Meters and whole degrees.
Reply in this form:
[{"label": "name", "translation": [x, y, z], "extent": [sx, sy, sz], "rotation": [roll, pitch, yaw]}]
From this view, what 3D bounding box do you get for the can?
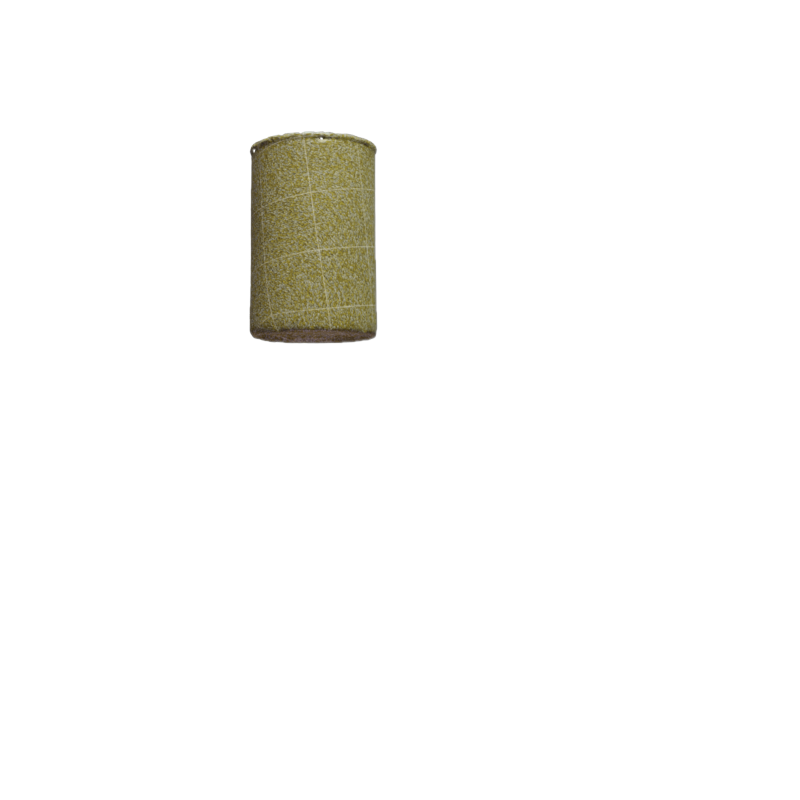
[{"label": "can", "translation": [-0.046, -0.084, 0.586], "extent": [0.068, 0.105, 0.067], "rotation": [0, -8, -2]}]
